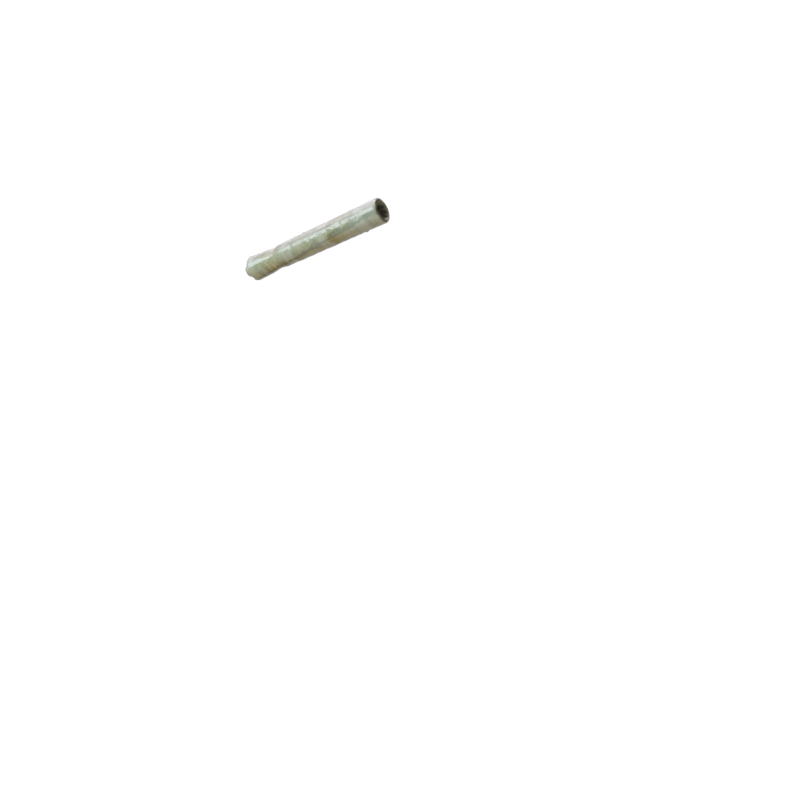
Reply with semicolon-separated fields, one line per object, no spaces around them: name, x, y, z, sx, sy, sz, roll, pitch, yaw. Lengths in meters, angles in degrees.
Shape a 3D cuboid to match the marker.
marker;-0.062;-0.113;0.791;0.122;0.020;0.019;-20;-7;30
